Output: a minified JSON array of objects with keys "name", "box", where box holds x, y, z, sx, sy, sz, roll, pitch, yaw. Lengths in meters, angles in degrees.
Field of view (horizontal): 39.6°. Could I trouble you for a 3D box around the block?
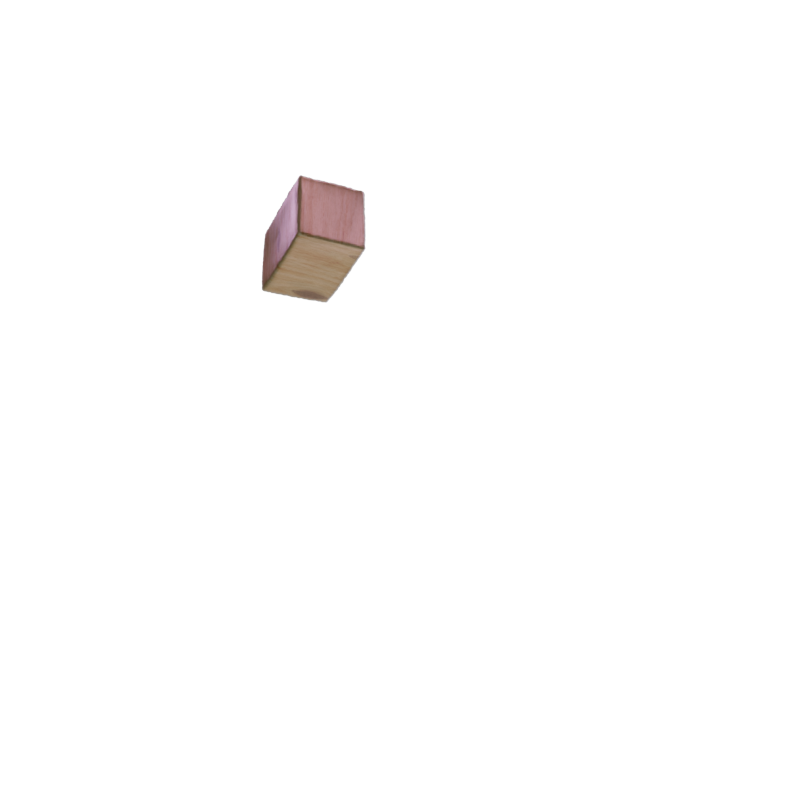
[{"name":"block","box":[-0.063,-0.115,0.804,0.051,0.055,0.075,13,-34,-21]}]
